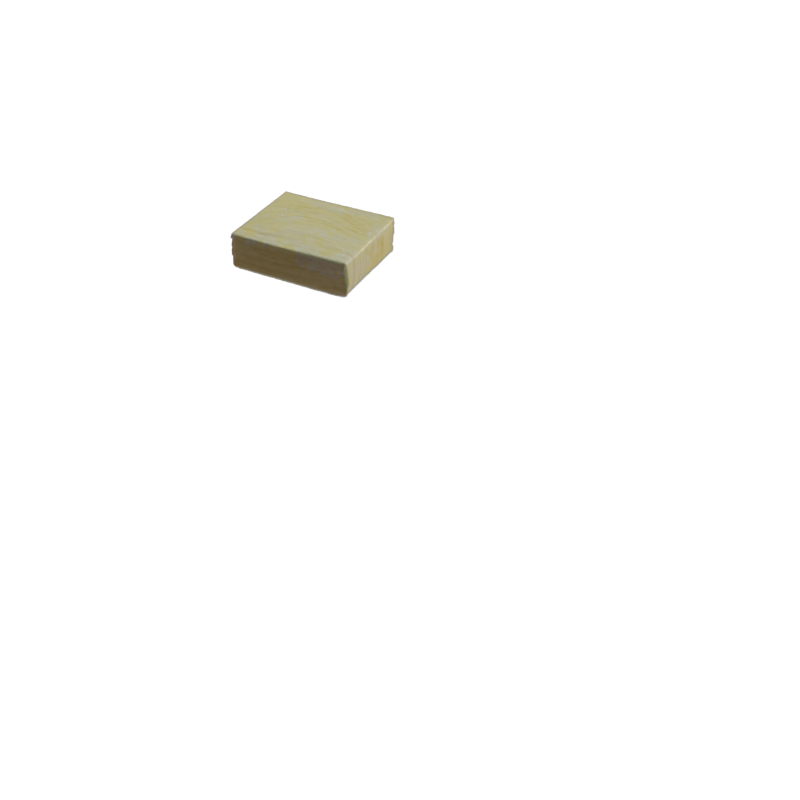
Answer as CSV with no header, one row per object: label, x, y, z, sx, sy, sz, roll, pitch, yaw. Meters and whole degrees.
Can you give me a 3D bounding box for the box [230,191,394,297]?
box,-0.074,-0.135,0.946,0.118,0.036,0.092,18,40,22
